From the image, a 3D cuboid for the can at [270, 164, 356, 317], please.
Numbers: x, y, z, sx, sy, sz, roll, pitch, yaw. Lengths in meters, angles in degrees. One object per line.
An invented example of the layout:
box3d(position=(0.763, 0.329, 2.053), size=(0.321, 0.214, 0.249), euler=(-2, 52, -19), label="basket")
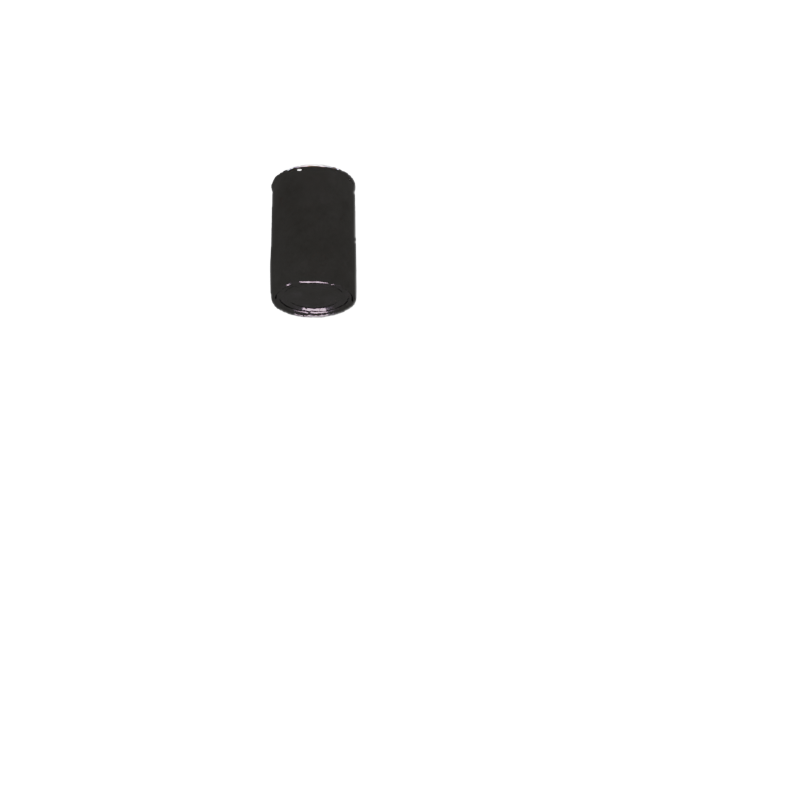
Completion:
box3d(position=(-0.068, -0.124, 0.870), size=(0.068, 0.108, 0.065), euler=(0, -25, -2), label="can")
